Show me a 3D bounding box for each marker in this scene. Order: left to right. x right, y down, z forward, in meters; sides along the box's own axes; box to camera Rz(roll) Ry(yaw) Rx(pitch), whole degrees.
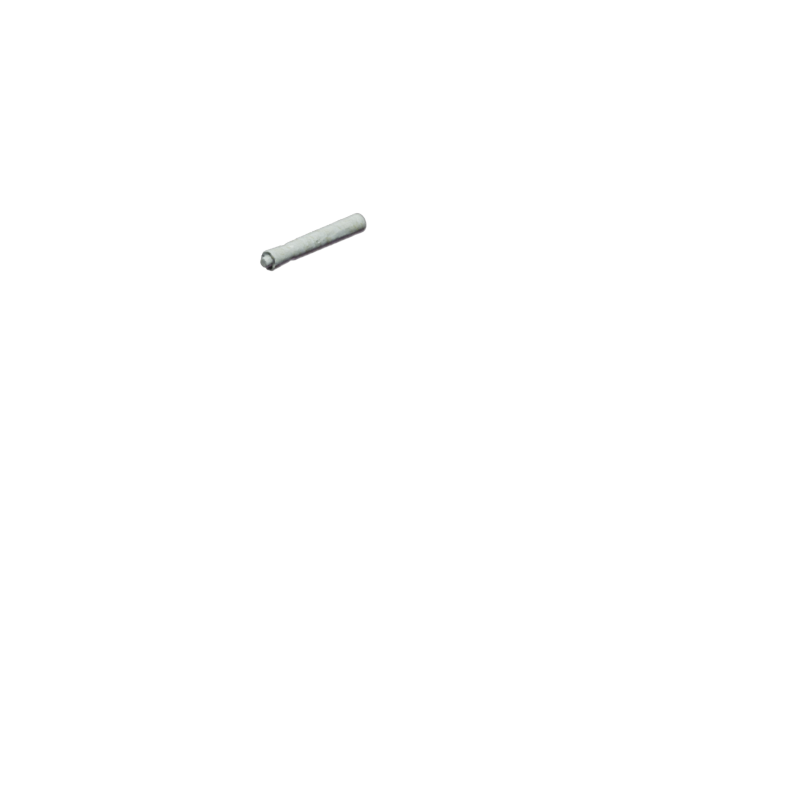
[{"bbox_3d":[-0.077,-0.141,0.986,0.021,0.019,0.120,4,26,45],"label":"marker"}]
